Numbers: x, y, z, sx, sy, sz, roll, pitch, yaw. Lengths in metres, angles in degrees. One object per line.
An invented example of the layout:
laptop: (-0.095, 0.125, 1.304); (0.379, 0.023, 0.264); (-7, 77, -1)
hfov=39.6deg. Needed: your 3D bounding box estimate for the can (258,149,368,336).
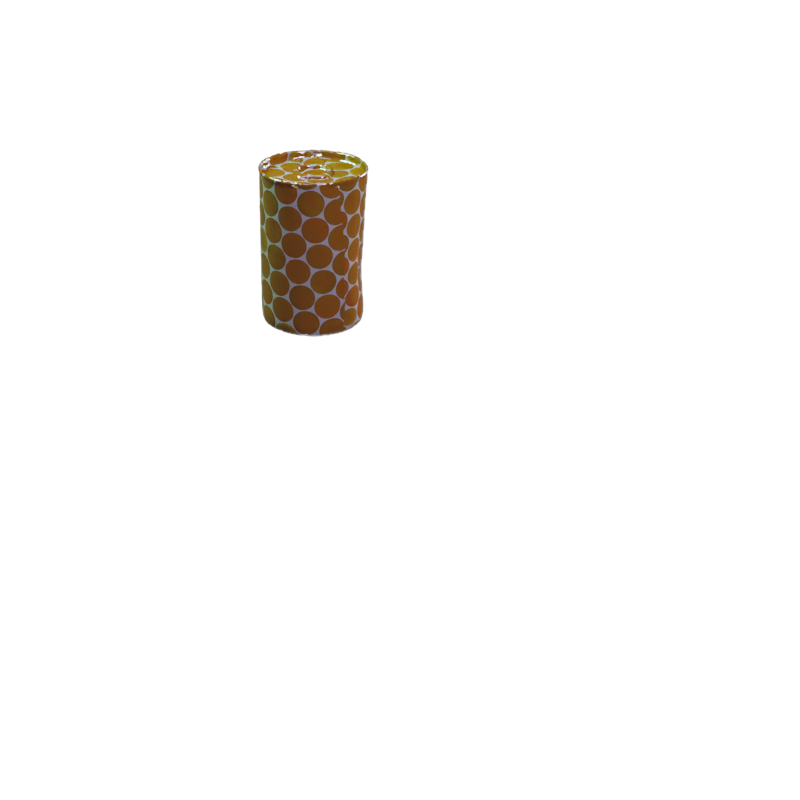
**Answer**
can: (-0.055, -0.100, 0.702); (0.068, 0.097, 0.072); (0, 25, -2)
